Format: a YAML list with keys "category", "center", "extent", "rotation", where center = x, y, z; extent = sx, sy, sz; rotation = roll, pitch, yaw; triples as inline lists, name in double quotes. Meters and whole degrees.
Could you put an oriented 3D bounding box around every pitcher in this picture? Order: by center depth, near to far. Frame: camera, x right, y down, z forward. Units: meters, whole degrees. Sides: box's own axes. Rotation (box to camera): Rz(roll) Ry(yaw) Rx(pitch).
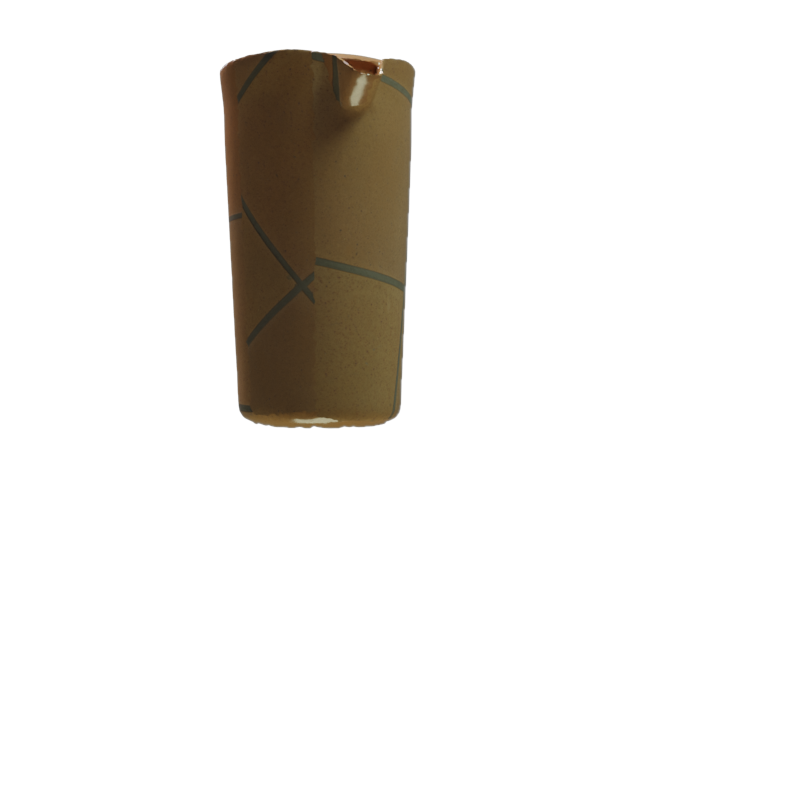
- category: "pitcher"
  center: [-0.059, -0.108, 0.755]
  extent: [0.148, 0.246, 0.144]
  rotation: [-1, -3, 19]
